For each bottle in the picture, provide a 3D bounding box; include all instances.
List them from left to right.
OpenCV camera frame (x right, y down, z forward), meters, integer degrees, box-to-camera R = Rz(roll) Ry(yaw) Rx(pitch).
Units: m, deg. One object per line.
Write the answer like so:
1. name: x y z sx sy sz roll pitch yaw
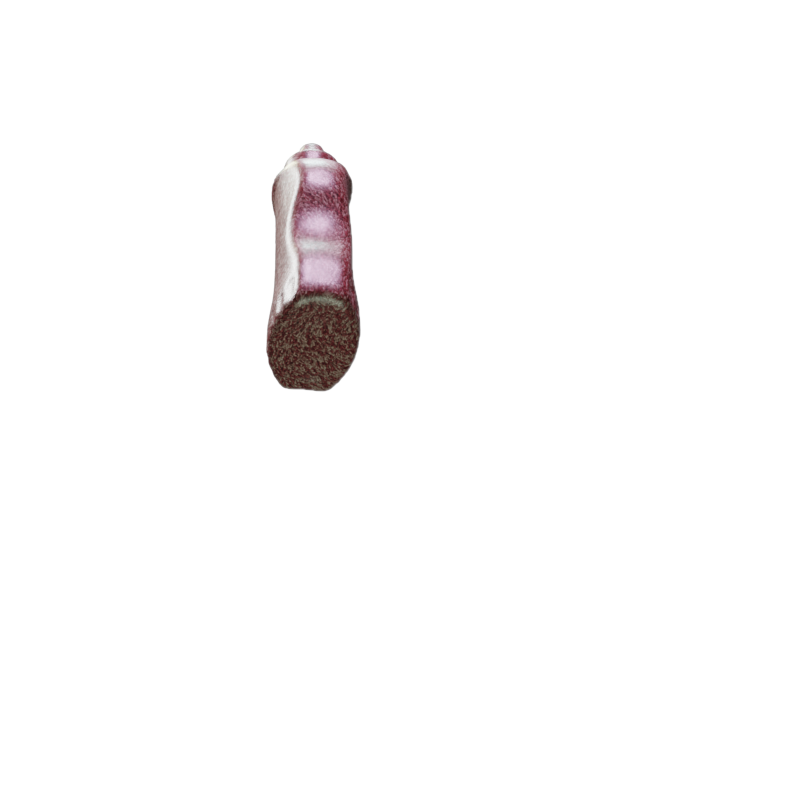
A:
1. bottle: -0.060 -0.108 0.754 0.058 0.206 0.090 3 -42 -7
